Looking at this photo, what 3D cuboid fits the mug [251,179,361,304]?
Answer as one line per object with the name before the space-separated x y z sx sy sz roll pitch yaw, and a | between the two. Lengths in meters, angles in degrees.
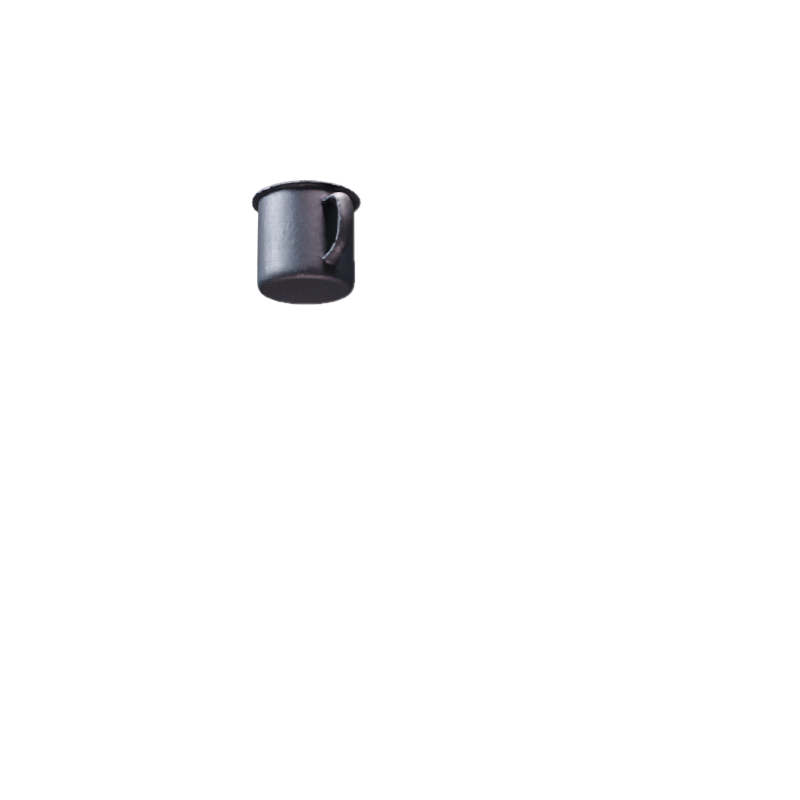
mug | -0.072 -0.131 0.921 0.089 0.085 0.117 10 -19 -32
